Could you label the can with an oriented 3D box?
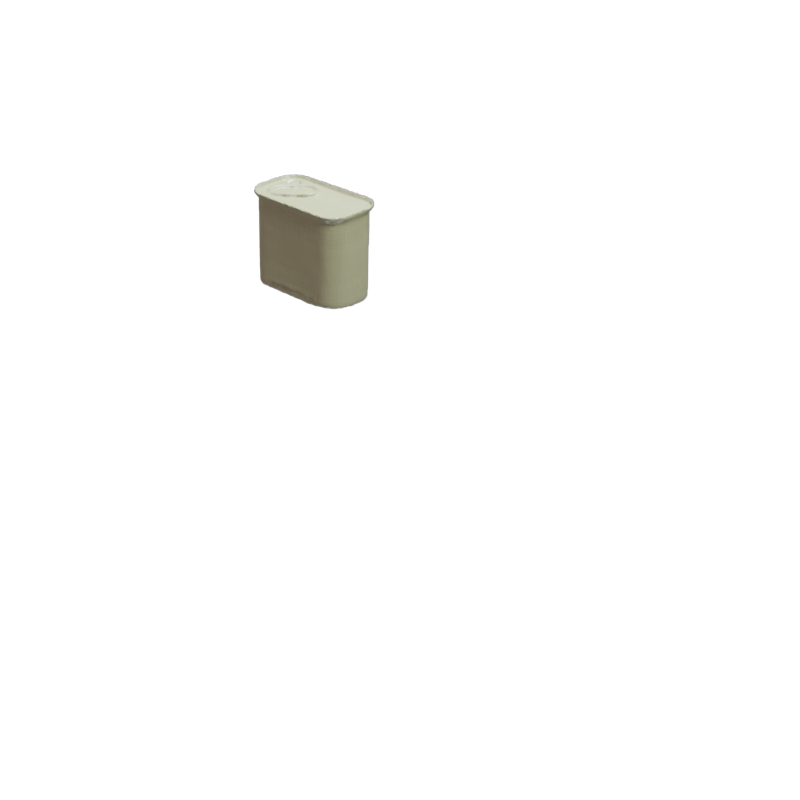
[{"bbox_3d":[-0.071,-0.130,0.911,0.108,0.079,0.057,25,35,36],"label":"can"}]
